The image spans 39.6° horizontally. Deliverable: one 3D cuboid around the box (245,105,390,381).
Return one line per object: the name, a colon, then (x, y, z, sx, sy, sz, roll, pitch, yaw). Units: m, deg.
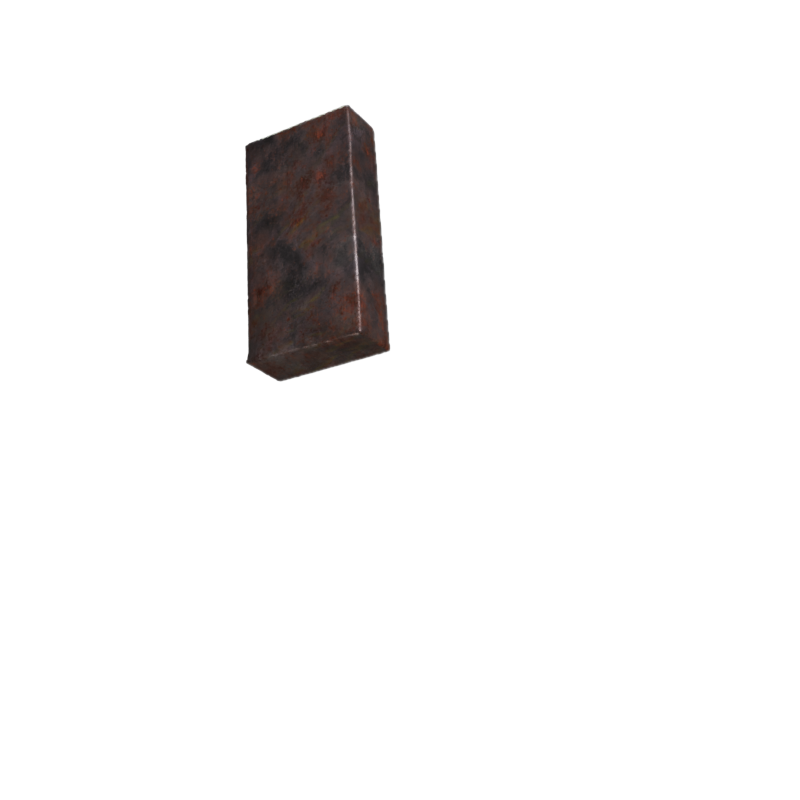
box: (-0.060, -0.110, 0.770, 0.094, 0.187, 0.045, -17, -31, 27)
